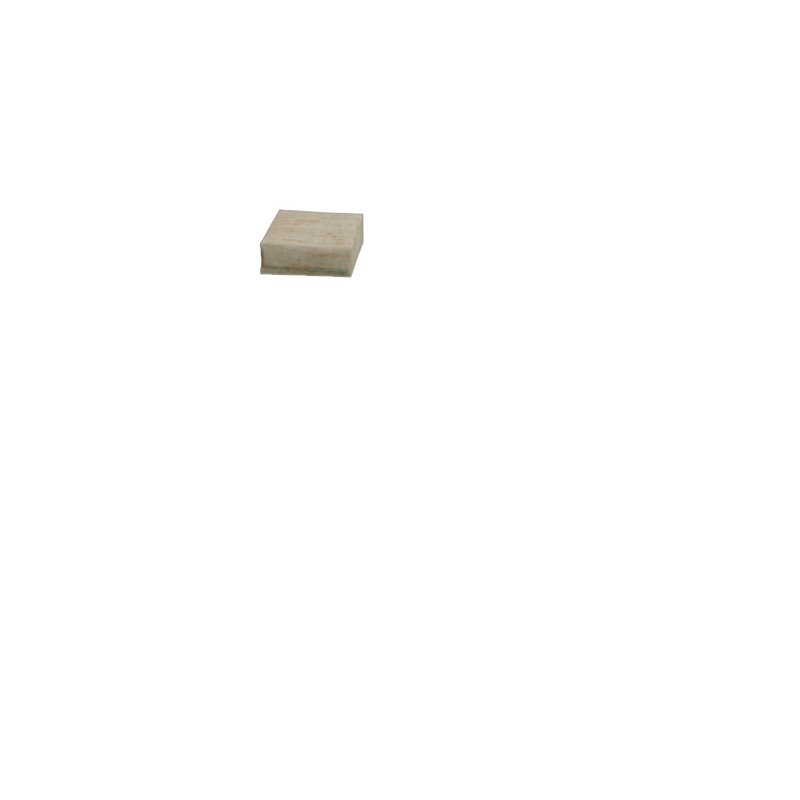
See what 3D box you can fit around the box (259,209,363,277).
[{"bbox_3d":[-0.070,-0.128,0.896,0.074,0.029,0.093,3,25,6],"label":"box"}]
